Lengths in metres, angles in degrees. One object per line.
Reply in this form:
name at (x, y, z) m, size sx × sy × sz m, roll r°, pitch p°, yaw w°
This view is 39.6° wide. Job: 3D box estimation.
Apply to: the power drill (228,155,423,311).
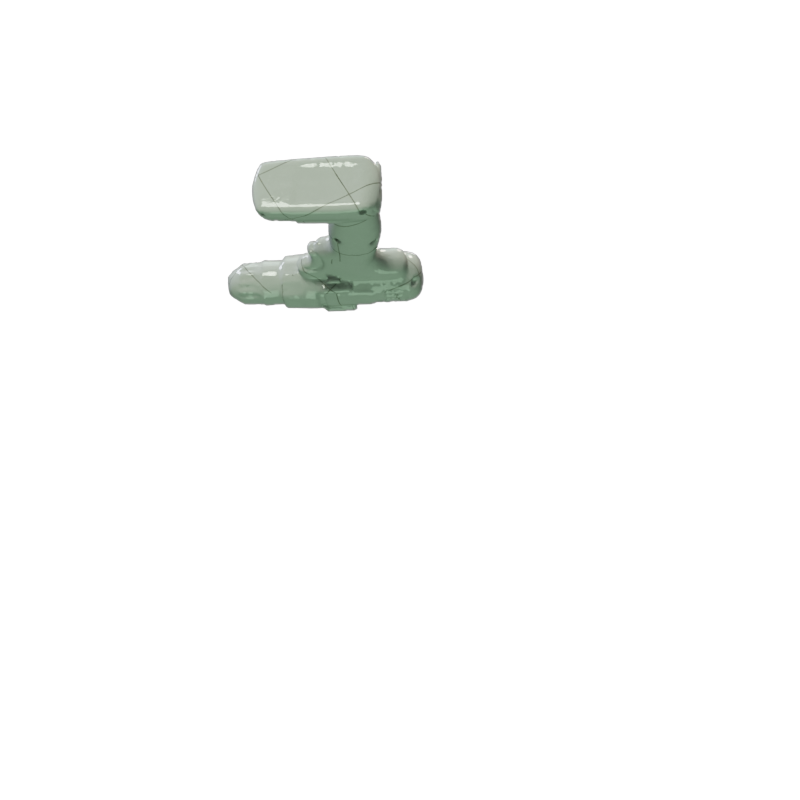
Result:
power drill at (-0.077, -0.140, 0.982) m, size 0.186 × 0.061 × 0.175 m, roll -3°, pitch -25°, yaw 6°
